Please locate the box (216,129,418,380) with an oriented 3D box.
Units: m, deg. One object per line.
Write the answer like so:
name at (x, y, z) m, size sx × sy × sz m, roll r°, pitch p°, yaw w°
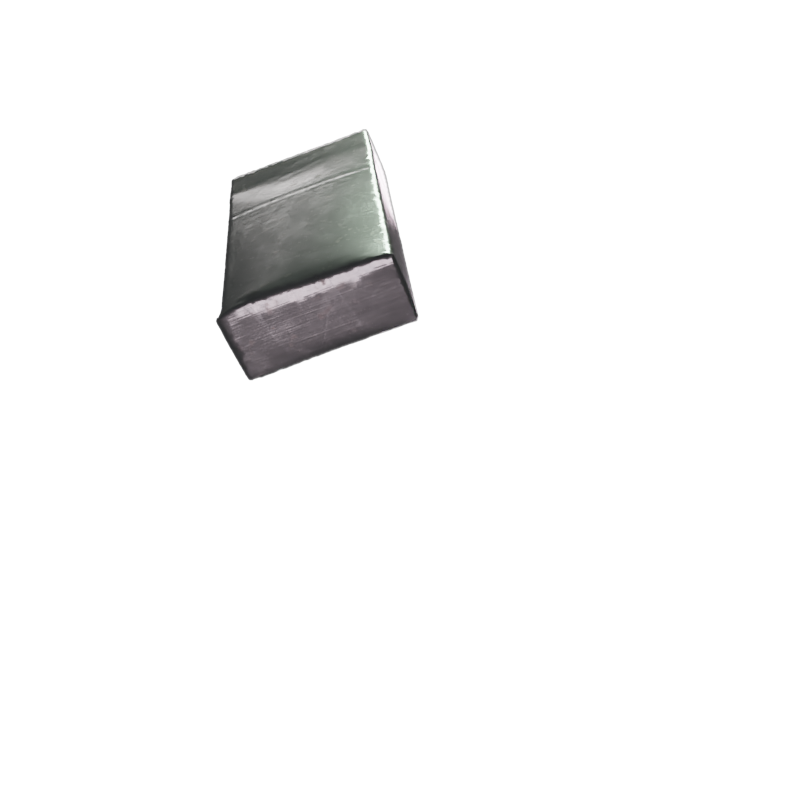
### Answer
box at (-0.047, -0.087, 0.610) m, size 0.094 × 0.045 × 0.187 m, roll -19°, pitch 29°, yaw 7°
